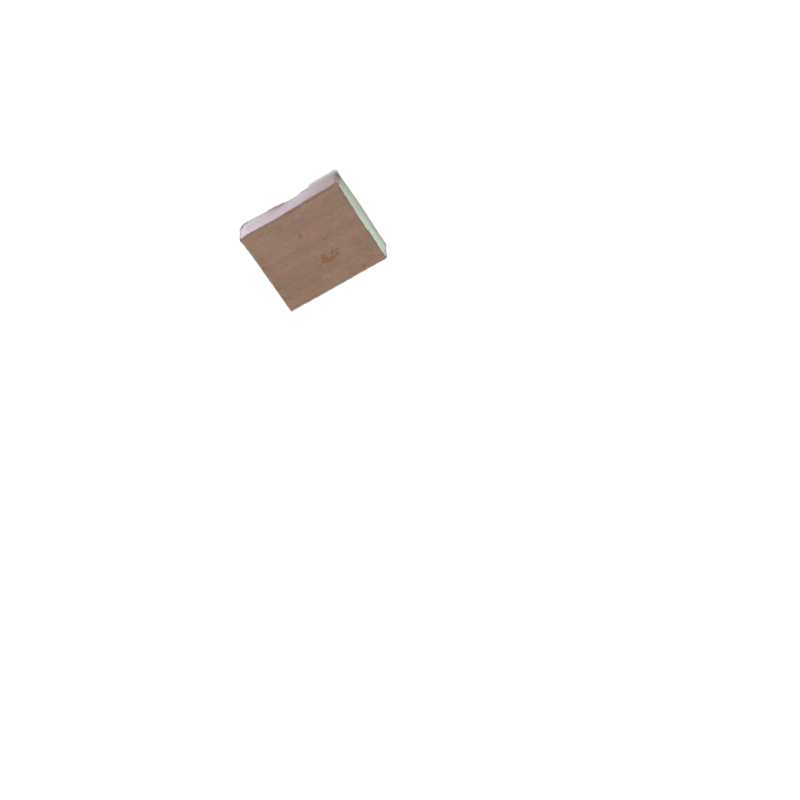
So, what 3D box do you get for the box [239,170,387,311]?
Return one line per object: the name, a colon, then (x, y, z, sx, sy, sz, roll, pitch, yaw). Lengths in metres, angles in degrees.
box: (-0.066, -0.120, 0.840, 0.089, 0.069, 0.032, -28, 25, 14)
